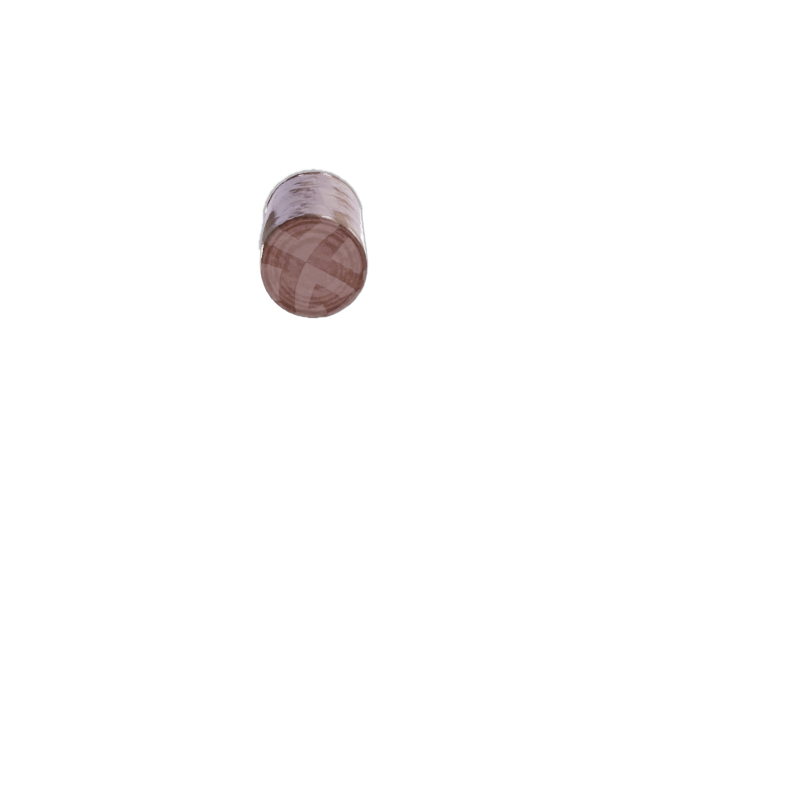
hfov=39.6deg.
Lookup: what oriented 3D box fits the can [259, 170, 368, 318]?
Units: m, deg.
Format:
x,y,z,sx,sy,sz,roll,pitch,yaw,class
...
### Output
x,y,z,sx,sy,sz,roll,pitch,yaw,class
-0.056,-0.102,0.716,0.068,0.065,0.107,0,24,-3,can
